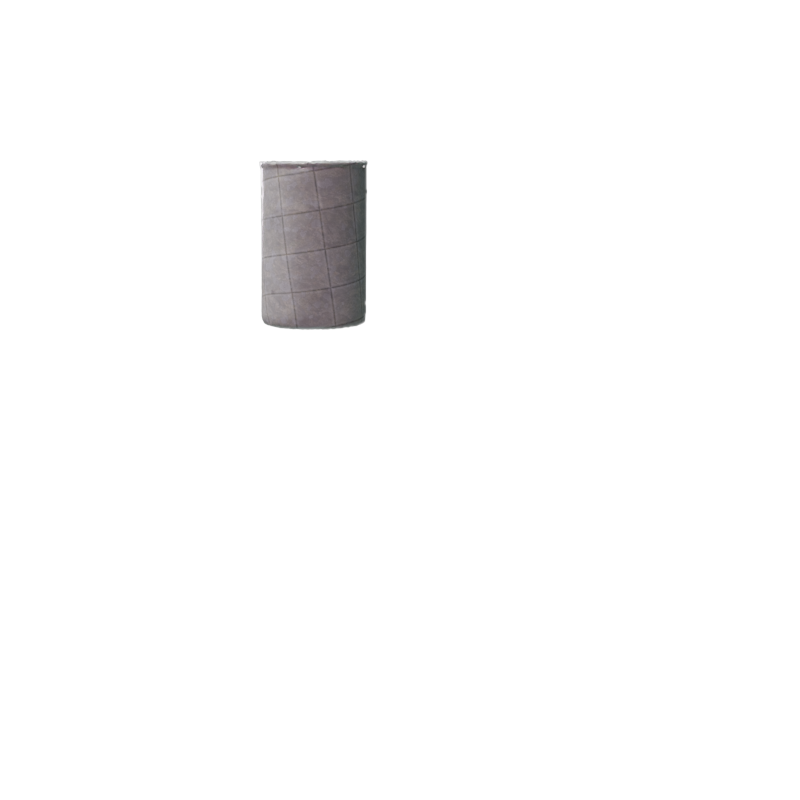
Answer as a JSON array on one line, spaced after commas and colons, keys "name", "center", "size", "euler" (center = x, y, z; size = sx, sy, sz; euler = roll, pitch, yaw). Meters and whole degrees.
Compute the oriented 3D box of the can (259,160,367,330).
[{"name": "can", "center": [-0.055, -0.100, 0.698], "size": [0.068, 0.101, 0.070], "euler": [0, 7, -2]}]
